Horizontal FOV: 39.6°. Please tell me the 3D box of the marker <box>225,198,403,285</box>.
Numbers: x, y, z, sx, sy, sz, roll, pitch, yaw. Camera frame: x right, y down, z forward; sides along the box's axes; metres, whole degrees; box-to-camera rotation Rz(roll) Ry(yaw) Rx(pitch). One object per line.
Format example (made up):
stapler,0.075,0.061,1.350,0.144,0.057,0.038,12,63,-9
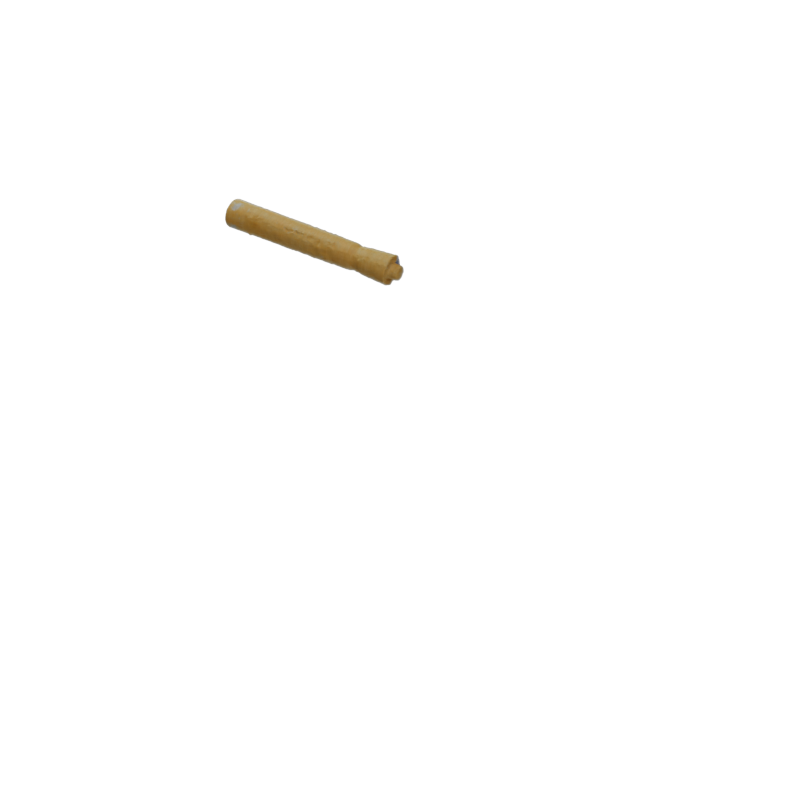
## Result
marker,-0.052,-0.096,0.669,0.127,0.019,0.019,23,14,26
